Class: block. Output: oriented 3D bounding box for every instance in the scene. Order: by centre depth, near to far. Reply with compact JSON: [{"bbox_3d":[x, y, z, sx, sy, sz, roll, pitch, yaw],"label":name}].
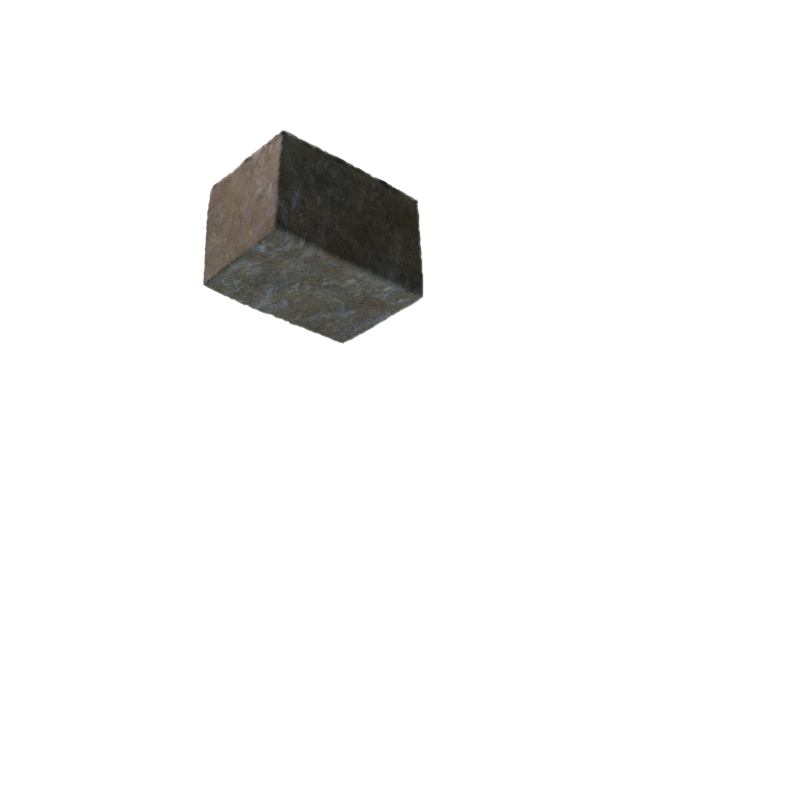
[{"bbox_3d":[-0.036,-0.066,0.463,0.073,0.055,0.052,23,-38,-35],"label":"block"}]
